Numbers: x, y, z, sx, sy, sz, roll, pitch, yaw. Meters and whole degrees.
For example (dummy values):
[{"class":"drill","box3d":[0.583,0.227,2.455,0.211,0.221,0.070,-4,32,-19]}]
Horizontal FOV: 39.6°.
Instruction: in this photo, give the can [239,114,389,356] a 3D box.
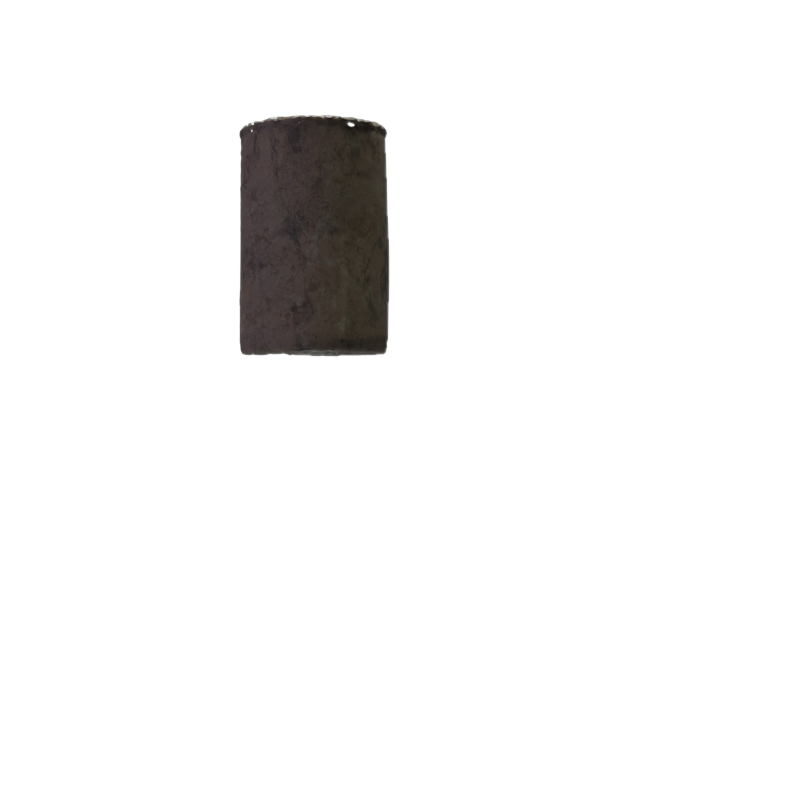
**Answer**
[{"class":"can","box3d":[-0.039,-0.072,0.503,0.068,0.104,0.068,0,-5,-2]}]
